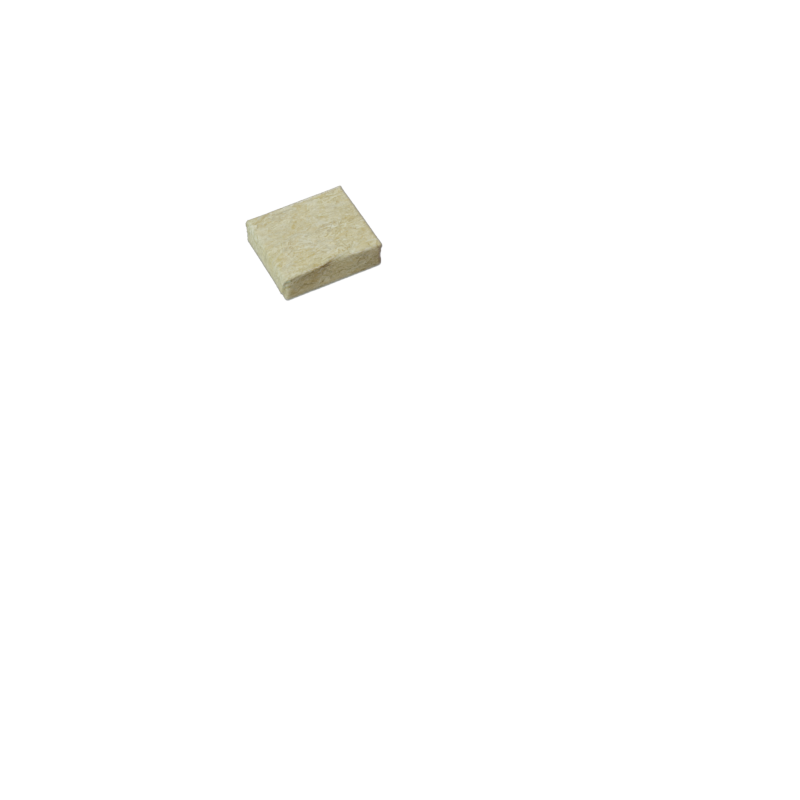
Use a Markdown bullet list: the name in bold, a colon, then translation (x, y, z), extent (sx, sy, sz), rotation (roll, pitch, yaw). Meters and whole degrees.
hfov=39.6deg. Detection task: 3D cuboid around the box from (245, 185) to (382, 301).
- **box**: translation (-0.070, -0.128, 0.895), extent (0.089, 0.079, 0.028), rotation (-23, -34, -17)
